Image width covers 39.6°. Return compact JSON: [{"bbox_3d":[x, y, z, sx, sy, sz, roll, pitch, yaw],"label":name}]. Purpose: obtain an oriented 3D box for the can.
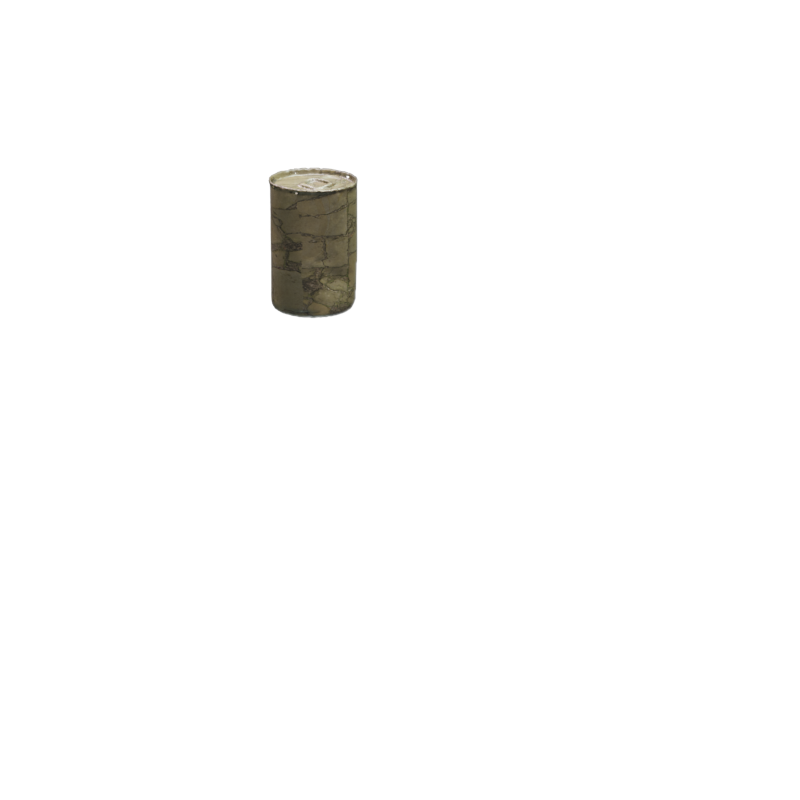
[{"bbox_3d":[-0.067,-0.123,0.860,0.068,0.098,0.072,0,21,-2],"label":"can"}]
